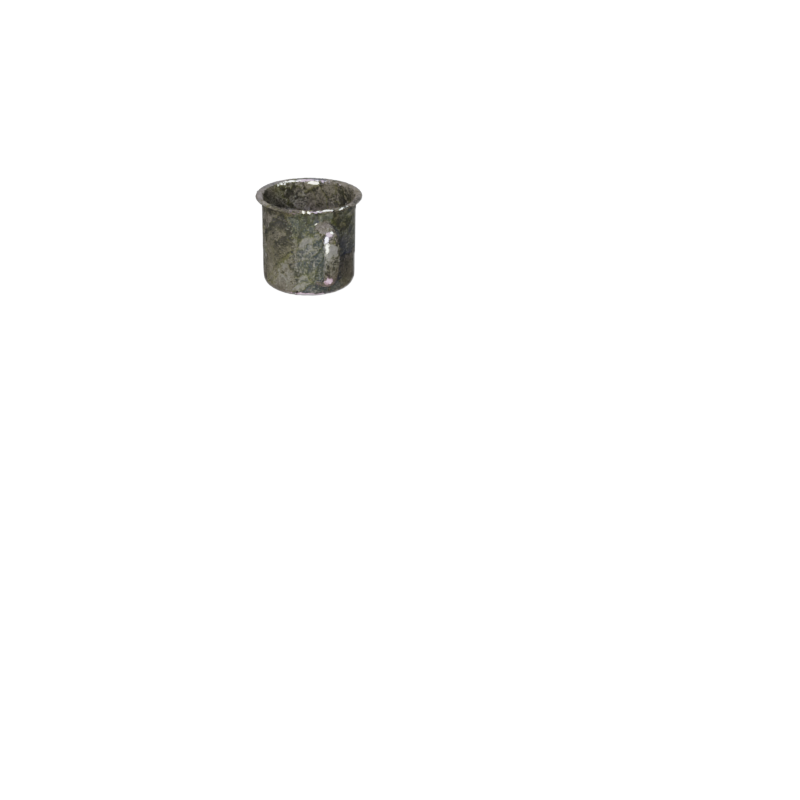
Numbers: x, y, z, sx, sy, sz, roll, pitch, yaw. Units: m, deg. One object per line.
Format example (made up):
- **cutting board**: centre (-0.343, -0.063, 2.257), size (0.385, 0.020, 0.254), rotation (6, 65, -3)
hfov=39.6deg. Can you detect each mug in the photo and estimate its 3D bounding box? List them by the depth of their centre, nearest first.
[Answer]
- **mug**: centre (-0.076, -0.138, 0.968), size (0.091, 0.077, 0.125), rotation (-9, 28, -20)
